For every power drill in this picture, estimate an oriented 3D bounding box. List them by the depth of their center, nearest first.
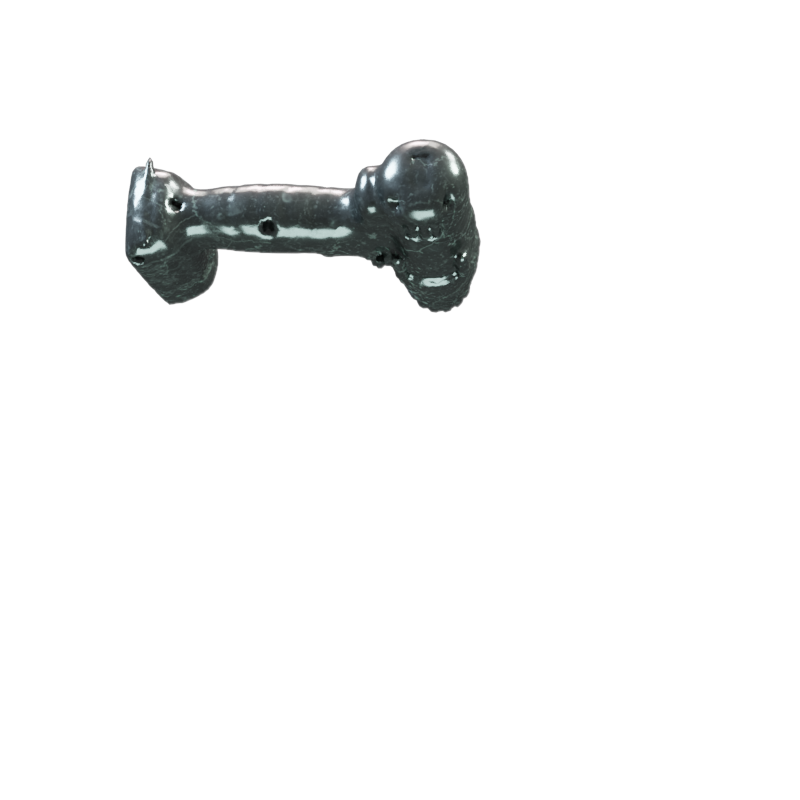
[{"bbox_3d":[-0.049,-0.090,0.630,0.189,0.060,0.175,-2,-16,7],"label":"power drill"}]
